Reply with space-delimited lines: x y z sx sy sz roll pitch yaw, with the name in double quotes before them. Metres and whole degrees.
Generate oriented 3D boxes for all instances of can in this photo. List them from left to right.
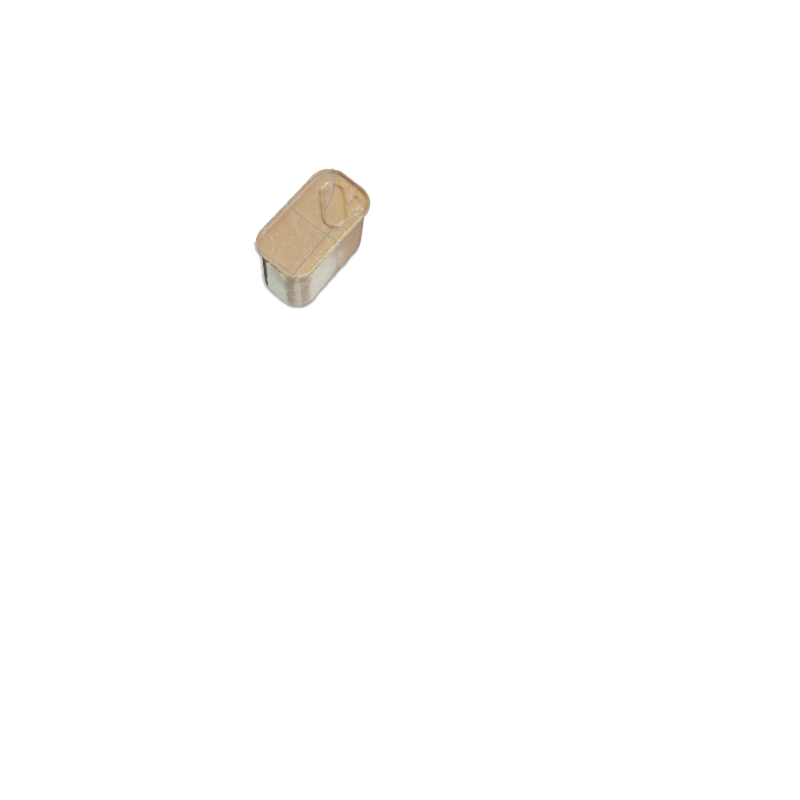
"can" -0.074 -0.136 0.949 0.059 0.103 0.080 38 -16 9
